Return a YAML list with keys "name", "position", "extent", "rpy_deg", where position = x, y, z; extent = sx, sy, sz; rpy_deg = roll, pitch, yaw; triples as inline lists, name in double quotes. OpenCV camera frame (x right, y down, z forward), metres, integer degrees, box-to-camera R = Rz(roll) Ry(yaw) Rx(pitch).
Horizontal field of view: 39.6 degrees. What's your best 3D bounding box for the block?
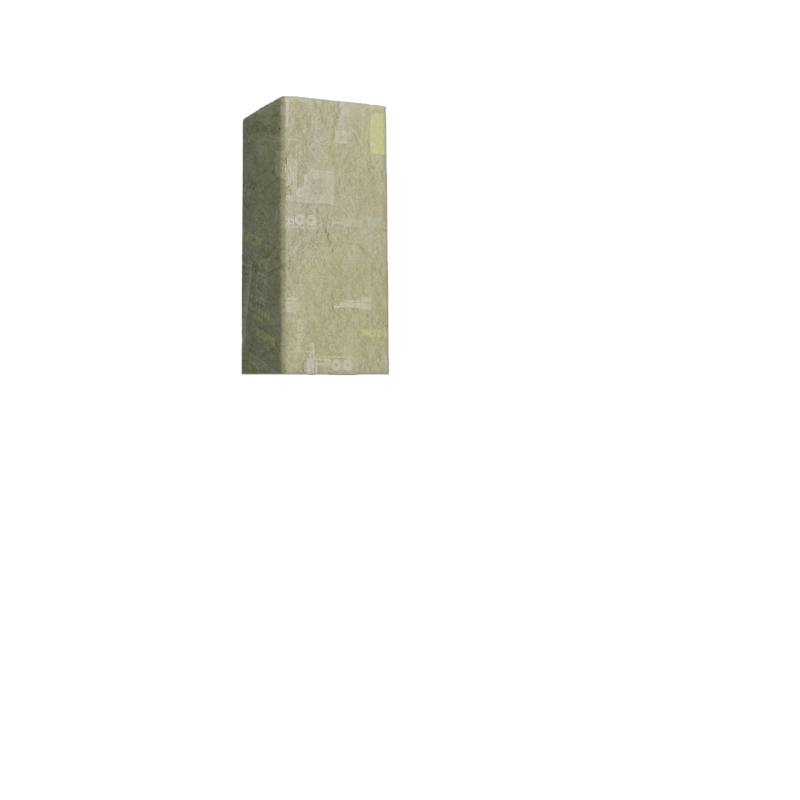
- name: "block"
  position: [-0.068, -0.124, 0.865]
  extent: [0.088, 0.209, 0.092]
  rpy_deg: [2, -6, -27]
